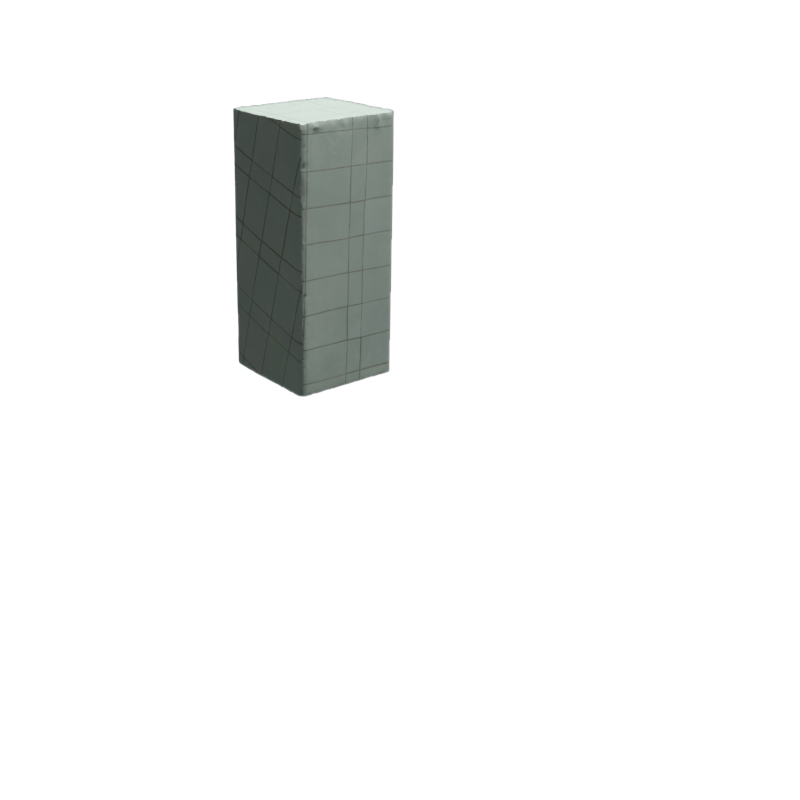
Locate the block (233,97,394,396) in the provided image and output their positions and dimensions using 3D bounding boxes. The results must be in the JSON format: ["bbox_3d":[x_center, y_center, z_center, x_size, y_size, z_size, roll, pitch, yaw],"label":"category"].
[{"bbox_3d":[-0.066,-0.121,0.850,0.089,0.198,0.096,-12,22,-37],"label":"block"}]
